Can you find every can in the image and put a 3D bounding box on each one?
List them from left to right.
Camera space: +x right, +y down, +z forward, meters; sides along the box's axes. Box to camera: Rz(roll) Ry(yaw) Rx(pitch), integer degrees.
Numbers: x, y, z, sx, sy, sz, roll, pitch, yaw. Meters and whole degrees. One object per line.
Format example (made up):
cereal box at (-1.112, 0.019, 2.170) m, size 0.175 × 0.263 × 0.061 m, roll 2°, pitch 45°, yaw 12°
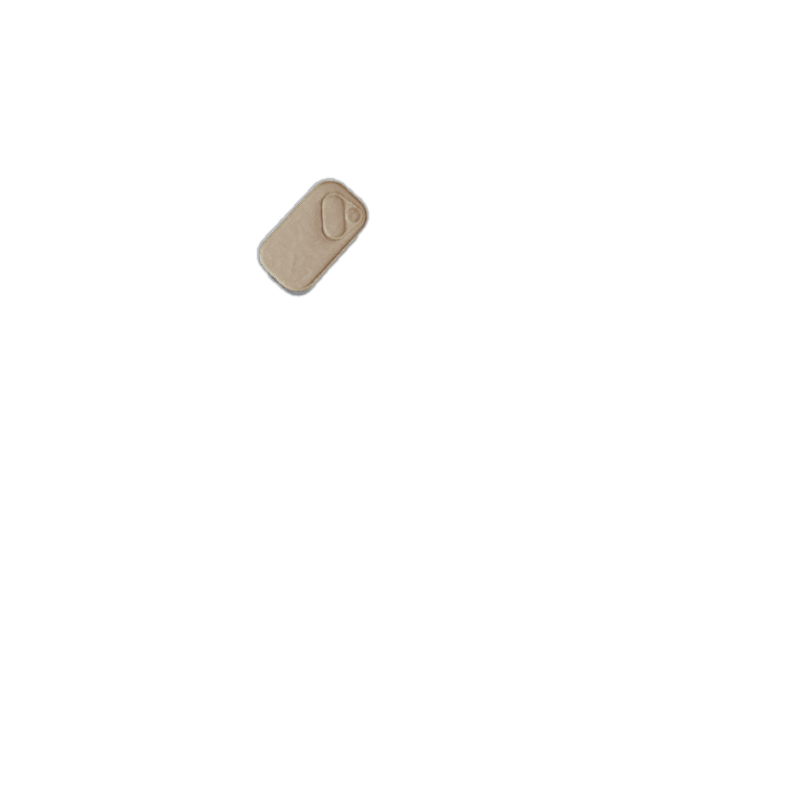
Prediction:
can at (-0.078, -0.143, 0.998) m, size 0.058 × 0.102 × 0.083 m, roll 42°, pitch -5°, yaw -1°
